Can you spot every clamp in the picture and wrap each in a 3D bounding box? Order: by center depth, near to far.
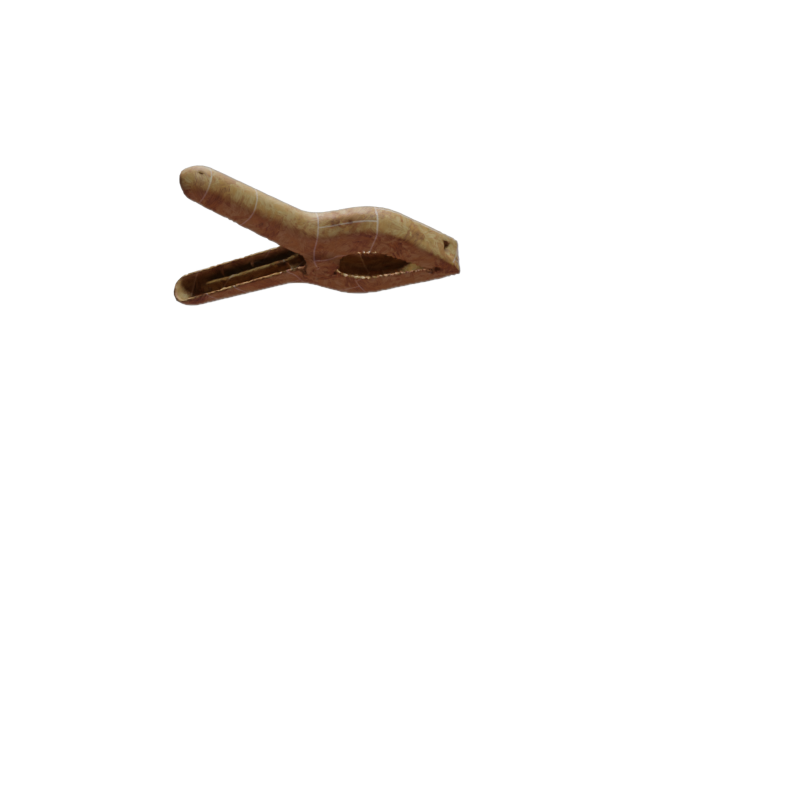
[{"bbox_3d":[-0.061,-0.111,0.778,0.210,0.039,0.156,1,-24,-2],"label":"clamp"}]
